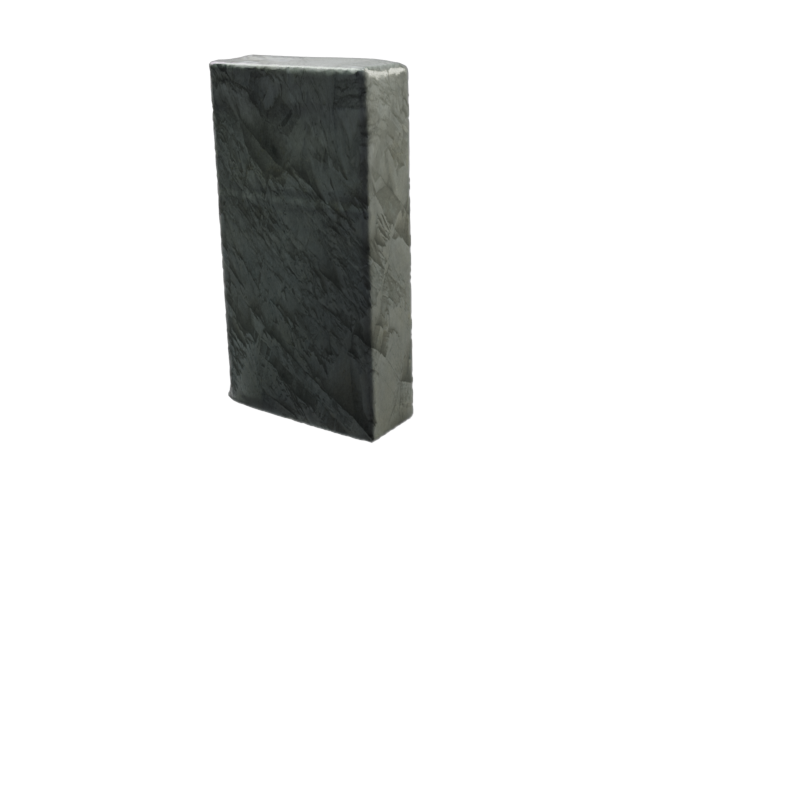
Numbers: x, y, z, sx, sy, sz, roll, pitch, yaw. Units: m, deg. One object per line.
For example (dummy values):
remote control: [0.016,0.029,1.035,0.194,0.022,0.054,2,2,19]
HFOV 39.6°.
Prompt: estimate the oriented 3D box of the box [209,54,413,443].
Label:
box: [-0.042,-0.077,0.538,0.098,0.170,0.047,12,18,34]
